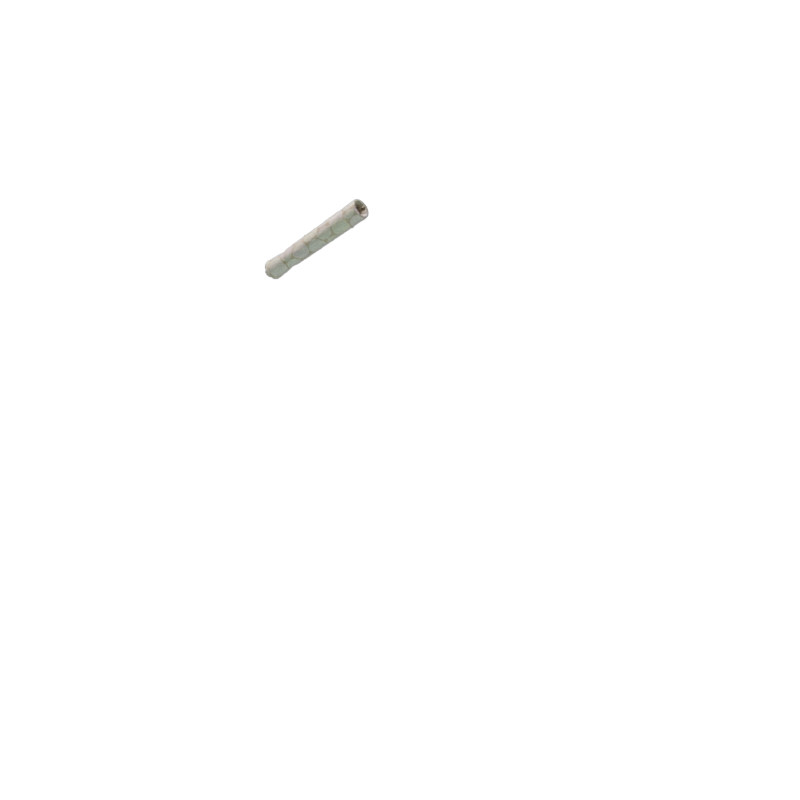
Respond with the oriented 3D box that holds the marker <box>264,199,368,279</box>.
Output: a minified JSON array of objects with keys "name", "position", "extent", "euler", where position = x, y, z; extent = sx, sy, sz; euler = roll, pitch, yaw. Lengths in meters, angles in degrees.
[{"name":"marker","position":[-0.076,-0.138,0.967],"extent":[0.120,0.021,0.019],"euler":[-29,-15,36]}]
